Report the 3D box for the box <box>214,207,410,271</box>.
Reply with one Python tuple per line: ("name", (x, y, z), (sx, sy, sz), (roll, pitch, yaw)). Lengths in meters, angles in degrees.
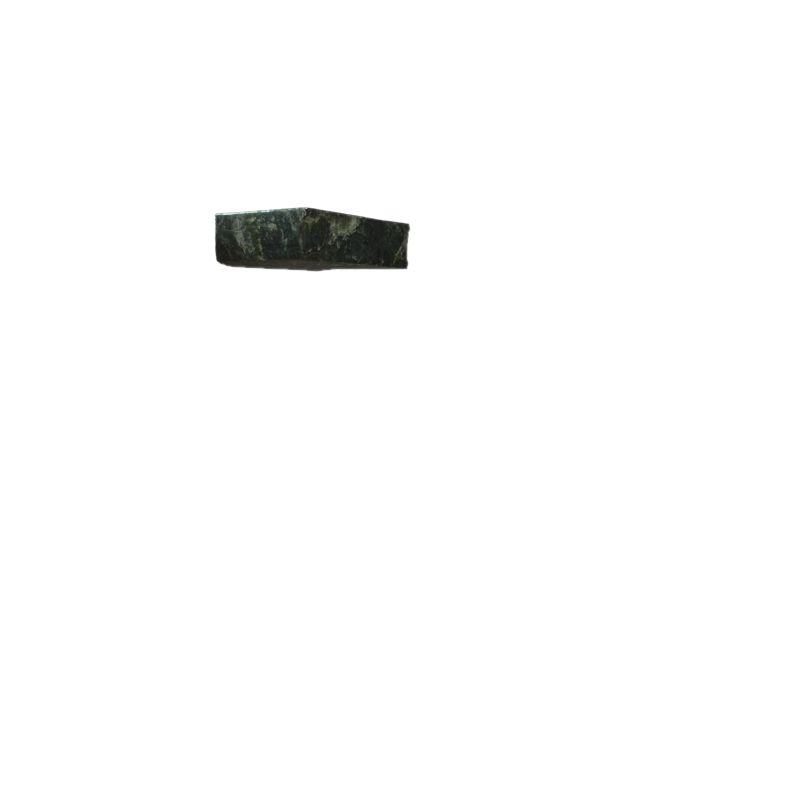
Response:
("box", (-0.062, -0.112, 0.786), (0.093, 0.039, 0.109), (2, 4, 40))
